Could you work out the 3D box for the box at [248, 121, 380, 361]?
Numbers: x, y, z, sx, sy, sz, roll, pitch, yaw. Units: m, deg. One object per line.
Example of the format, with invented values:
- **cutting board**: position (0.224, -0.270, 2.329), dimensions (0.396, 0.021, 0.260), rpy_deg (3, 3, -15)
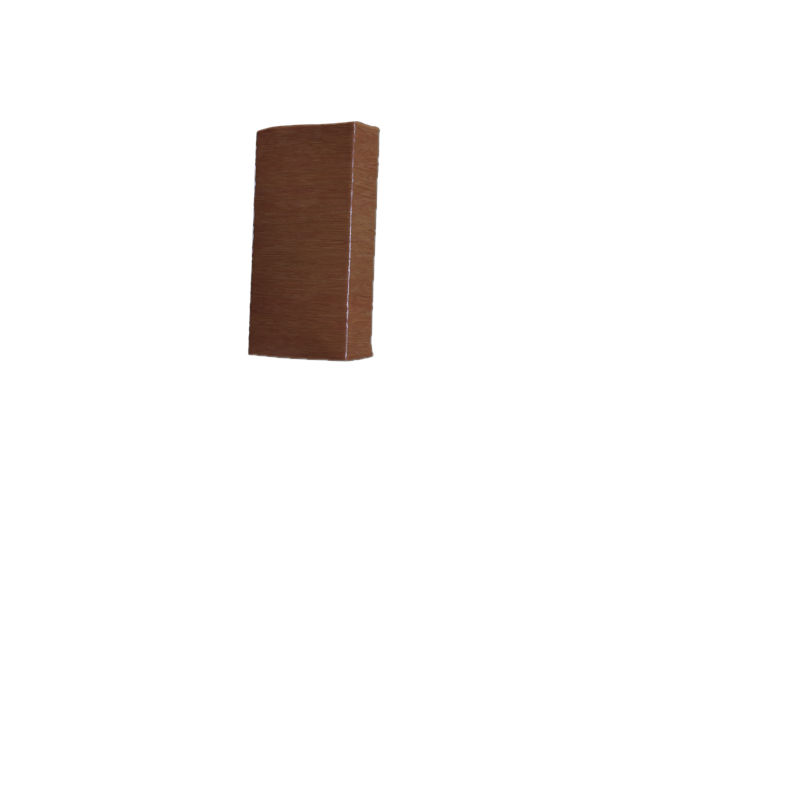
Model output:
- **box**: position (-0.066, -0.120, 0.840), dimensions (0.097, 0.177, 0.046), rpy_deg (0, 0, 31)
